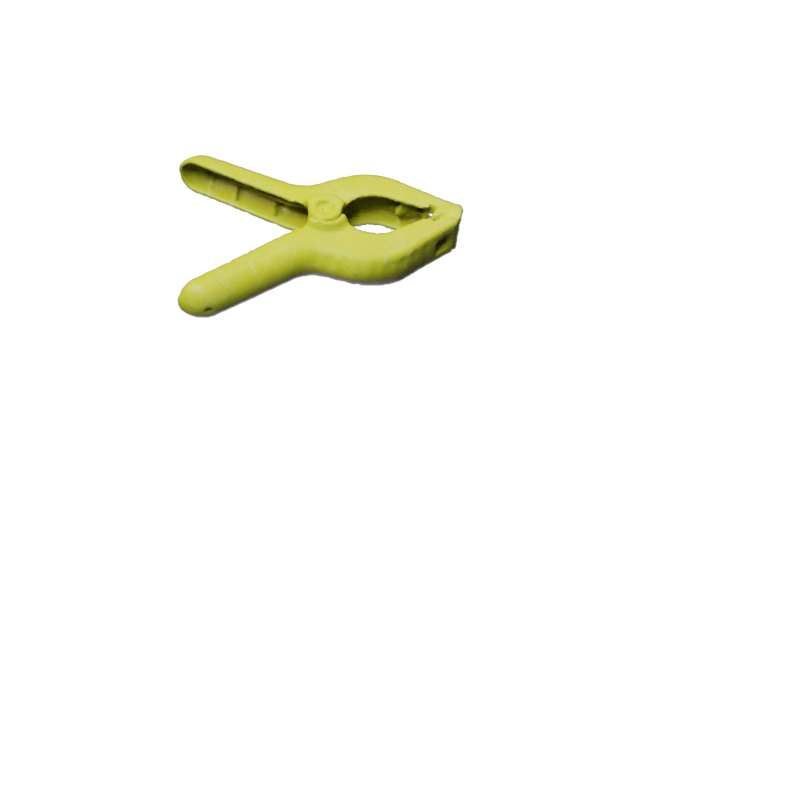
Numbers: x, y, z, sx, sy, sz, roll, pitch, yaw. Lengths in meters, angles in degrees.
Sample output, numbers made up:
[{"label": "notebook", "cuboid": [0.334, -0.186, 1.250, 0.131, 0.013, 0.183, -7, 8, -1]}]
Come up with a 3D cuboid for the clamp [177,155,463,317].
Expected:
[{"label": "clamp", "cuboid": [-0.050, -0.091, 0.639, 0.172, 0.128, 0.037, 3, -36, 2]}]
